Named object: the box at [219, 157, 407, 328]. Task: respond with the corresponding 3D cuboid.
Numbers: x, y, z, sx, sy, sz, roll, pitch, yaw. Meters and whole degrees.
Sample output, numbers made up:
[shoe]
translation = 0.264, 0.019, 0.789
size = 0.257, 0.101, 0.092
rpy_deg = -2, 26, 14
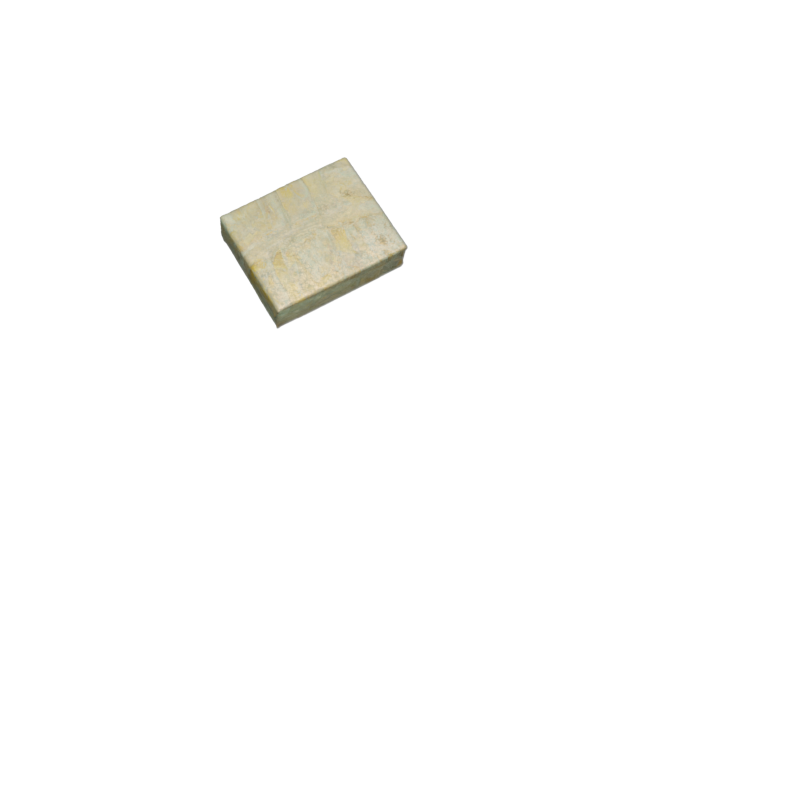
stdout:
[box]
translation = -0.065, -0.119, 0.830
size = 0.113, 0.095, 0.037
rpy_deg = -29, -22, -13
